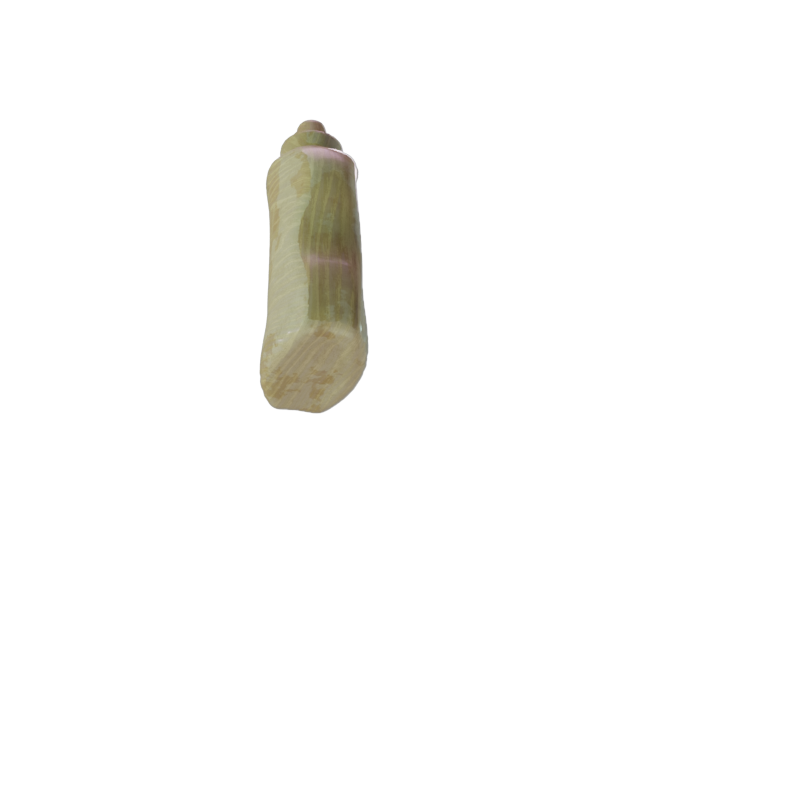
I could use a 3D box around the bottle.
[{"bbox_3d":[-0.053,-0.097,0.676,0.057,0.205,0.091,6,-36,-13],"label":"bottle"}]
